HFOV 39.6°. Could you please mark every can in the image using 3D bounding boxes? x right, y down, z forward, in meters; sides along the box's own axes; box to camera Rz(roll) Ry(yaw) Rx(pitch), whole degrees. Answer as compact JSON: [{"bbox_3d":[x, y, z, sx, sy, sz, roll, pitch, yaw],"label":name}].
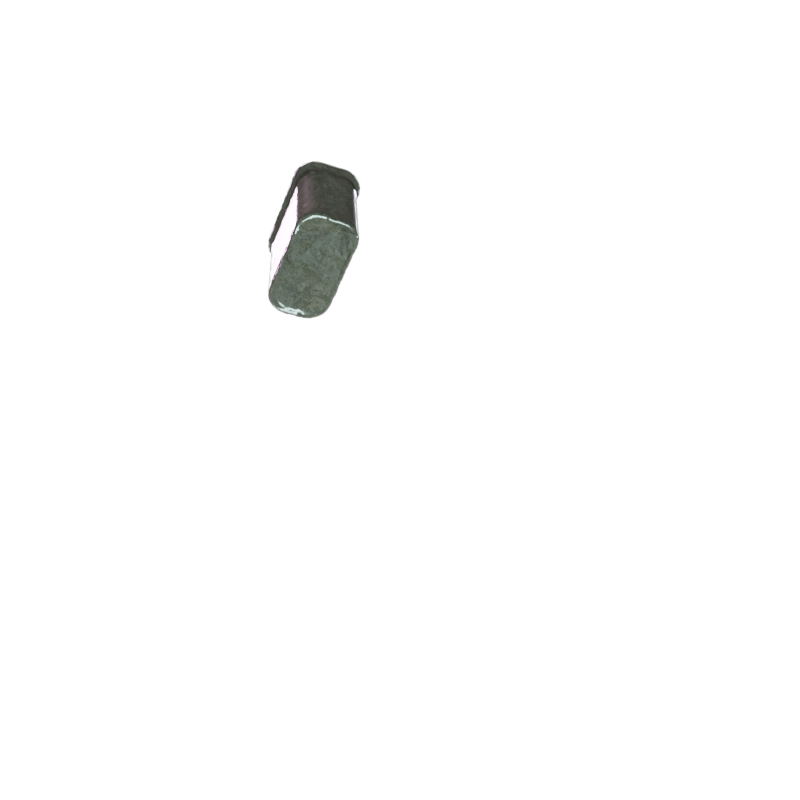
[{"bbox_3d":[-0.071,-0.128,0.900,0.056,0.098,0.090,17,33,-15],"label":"can"}]
